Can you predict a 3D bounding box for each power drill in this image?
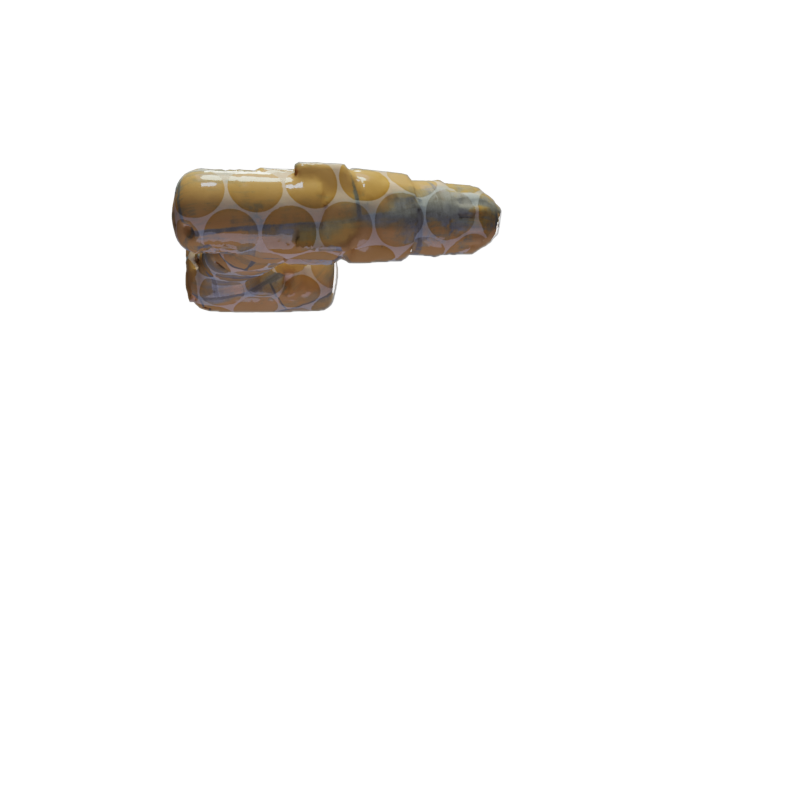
[{"bbox_3d":[-0.053,-0.096,0.676,0.181,0.059,0.186,2,-8,-15],"label":"power drill"}]
